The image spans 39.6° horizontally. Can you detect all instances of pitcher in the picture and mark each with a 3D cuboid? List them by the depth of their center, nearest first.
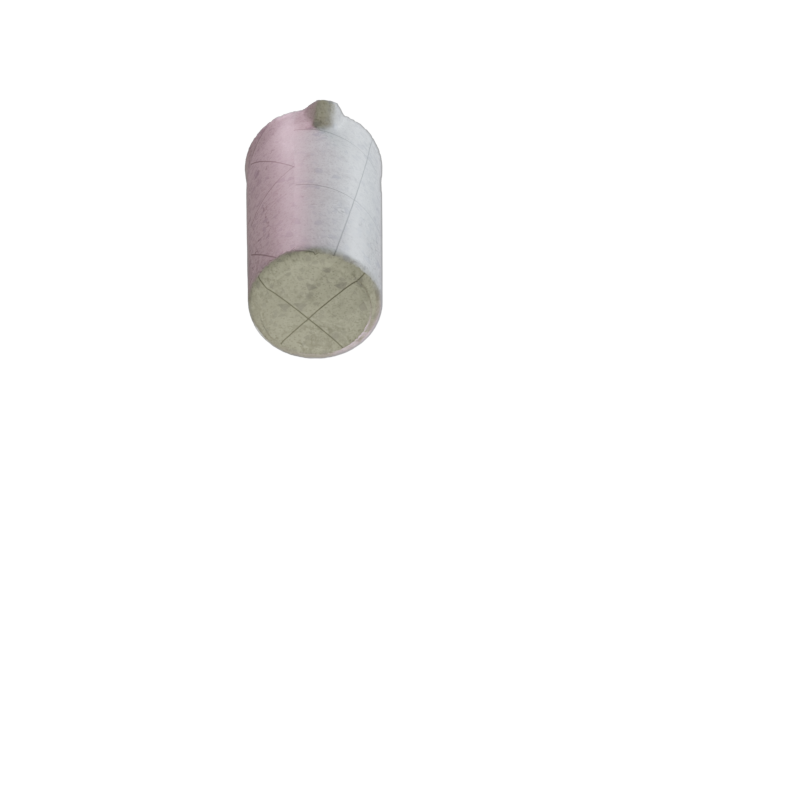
[{"bbox_3d":[-0.077,-0.140,0.982,0.145,0.139,0.260,-29,33,17],"label":"pitcher"}]
